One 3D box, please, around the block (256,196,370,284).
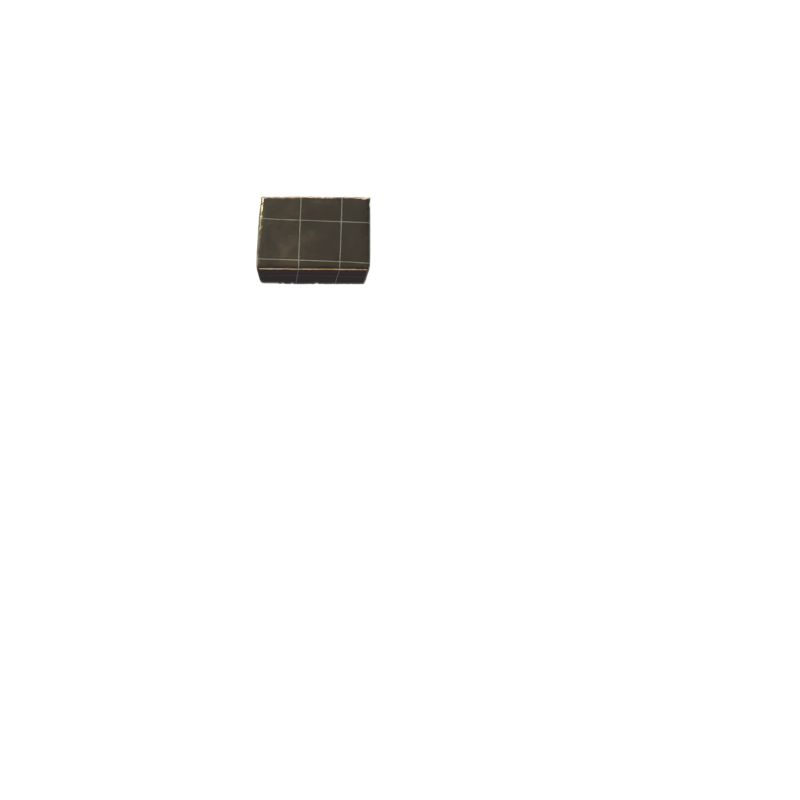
[{"bbox_3d":[-0.061,-0.111,0.776,0.078,0.053,0.051,0,-10,-3],"label":"block"}]
